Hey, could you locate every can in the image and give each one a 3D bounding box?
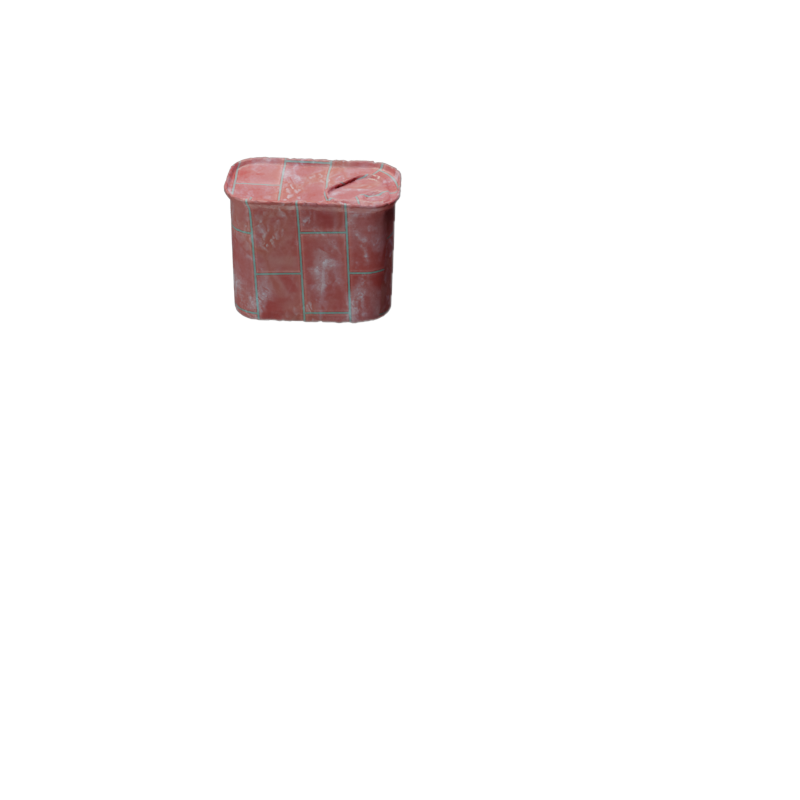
[{"bbox_3d":[-0.052,-0.095,0.663,0.102,0.079,0.061,3,33,2],"label":"can"}]
